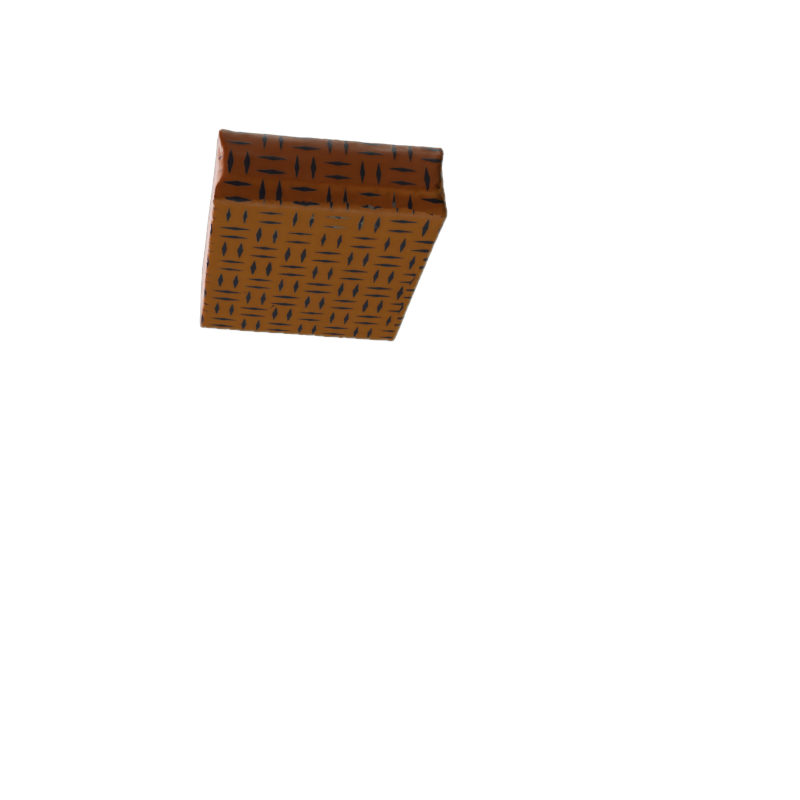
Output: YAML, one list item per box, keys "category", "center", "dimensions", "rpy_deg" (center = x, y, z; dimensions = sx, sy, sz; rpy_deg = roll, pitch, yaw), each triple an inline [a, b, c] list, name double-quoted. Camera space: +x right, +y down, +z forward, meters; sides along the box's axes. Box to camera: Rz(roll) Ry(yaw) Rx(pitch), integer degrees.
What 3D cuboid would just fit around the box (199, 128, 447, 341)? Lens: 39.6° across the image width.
- category: "box"
  center: [-0.029, -0.054, 0.377]
  dimensions: [0.072, 0.032, 0.085]
  rpy_deg: [4, -27, -9]
